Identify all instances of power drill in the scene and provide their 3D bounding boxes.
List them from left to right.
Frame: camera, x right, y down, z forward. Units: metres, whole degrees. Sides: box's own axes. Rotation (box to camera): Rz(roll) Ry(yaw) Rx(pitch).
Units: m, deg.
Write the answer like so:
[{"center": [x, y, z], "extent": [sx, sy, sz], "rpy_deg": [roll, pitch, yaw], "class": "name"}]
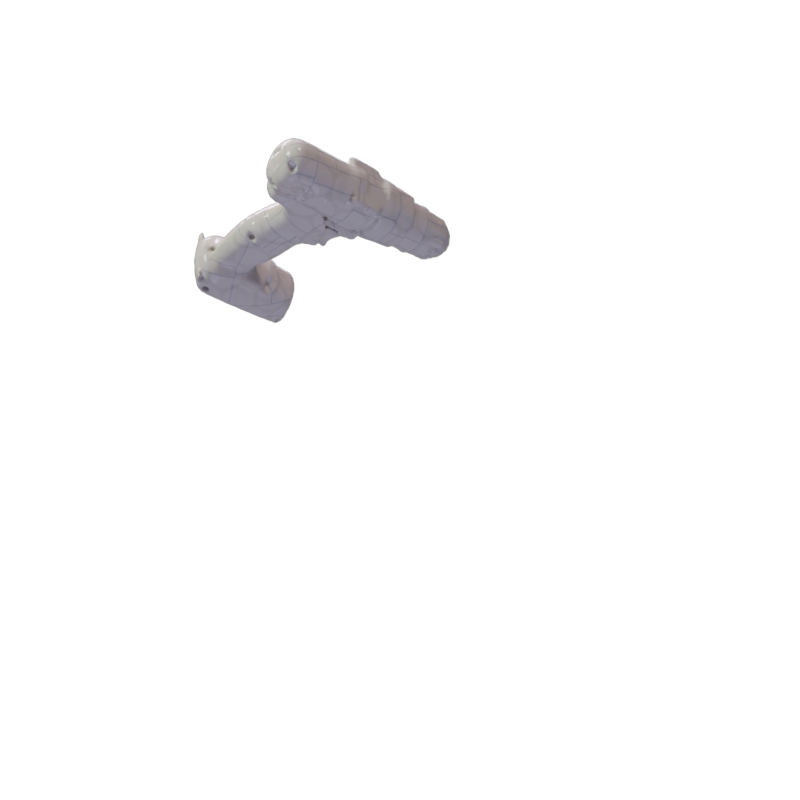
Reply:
[{"center": [-0.076, -0.138, 0.965], "extent": [0.174, 0.061, 0.186], "rpy_deg": [26, -43, -33], "class": "power drill"}]
